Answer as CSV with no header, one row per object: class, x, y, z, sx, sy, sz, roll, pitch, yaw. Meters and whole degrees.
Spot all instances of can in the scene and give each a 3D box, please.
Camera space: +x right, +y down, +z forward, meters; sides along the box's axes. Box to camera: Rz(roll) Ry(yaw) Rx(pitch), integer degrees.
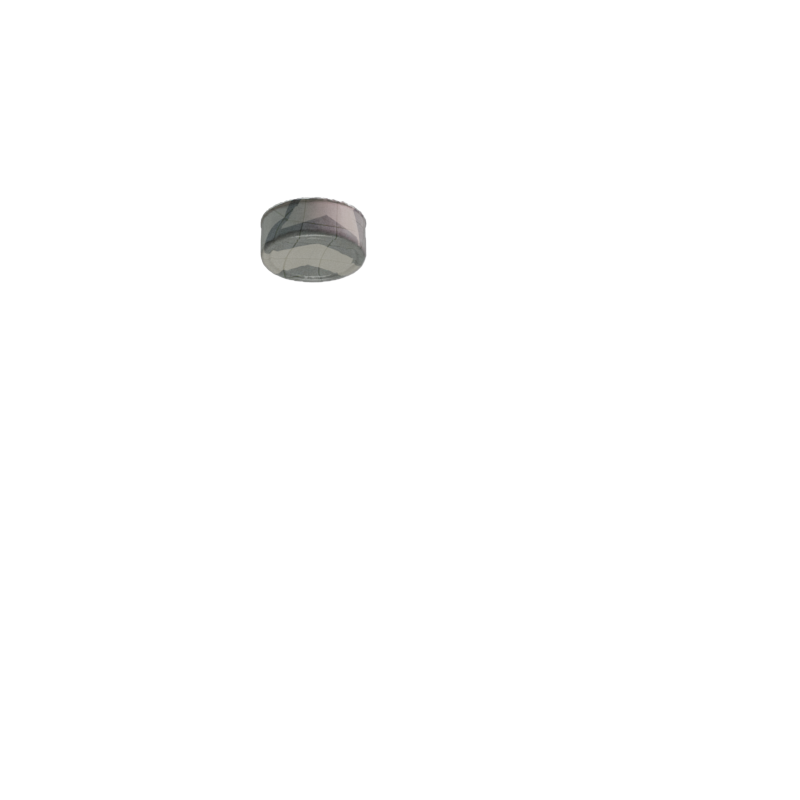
can,-0.070,-0.127,0.889,0.086,0.035,0.081,1,-23,-2
